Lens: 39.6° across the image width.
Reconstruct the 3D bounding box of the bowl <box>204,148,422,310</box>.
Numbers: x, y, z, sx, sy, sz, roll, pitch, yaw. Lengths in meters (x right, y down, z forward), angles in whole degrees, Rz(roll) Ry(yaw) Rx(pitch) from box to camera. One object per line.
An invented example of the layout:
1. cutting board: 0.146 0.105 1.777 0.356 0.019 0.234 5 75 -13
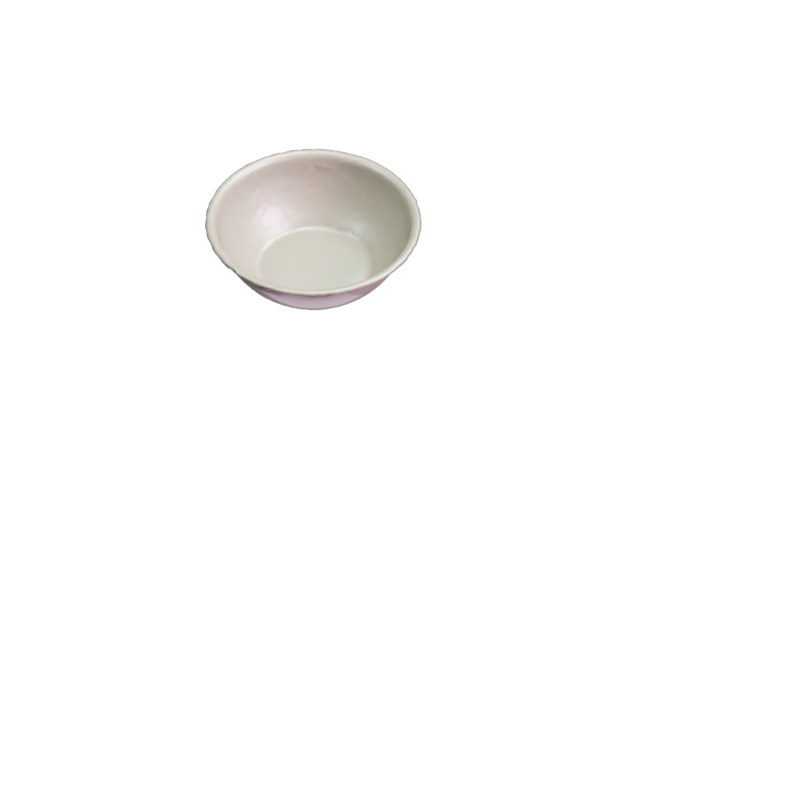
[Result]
1. bowl: -0.066 -0.121 0.845 0.162 0.174 0.051 -1 -43 -1
